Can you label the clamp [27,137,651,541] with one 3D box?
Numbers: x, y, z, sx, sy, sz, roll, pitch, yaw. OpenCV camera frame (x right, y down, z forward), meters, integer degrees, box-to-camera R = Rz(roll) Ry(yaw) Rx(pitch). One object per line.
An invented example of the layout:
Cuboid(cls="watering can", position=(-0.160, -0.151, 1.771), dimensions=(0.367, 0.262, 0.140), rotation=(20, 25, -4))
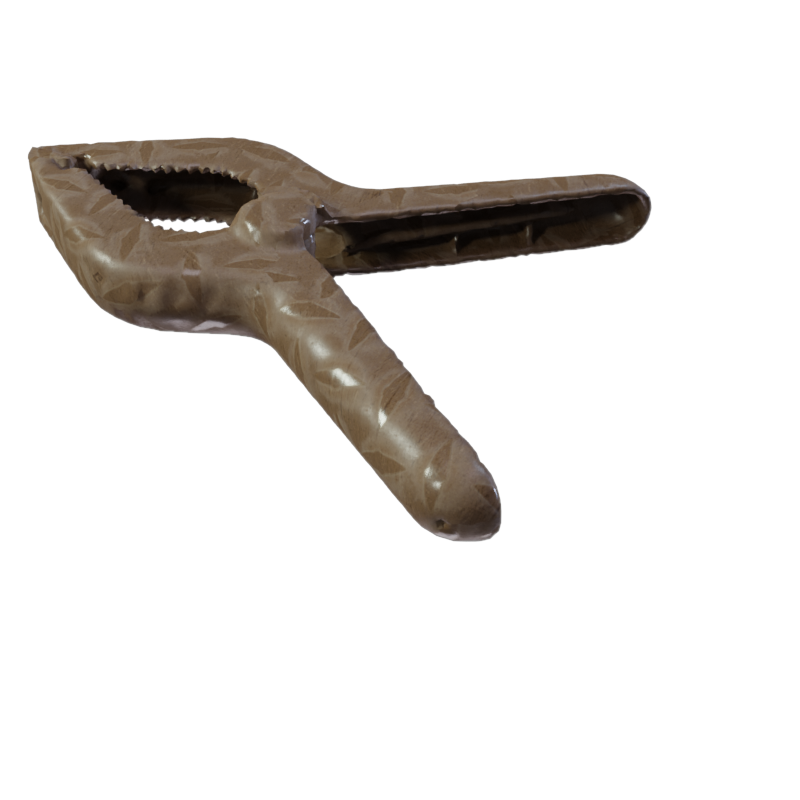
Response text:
Cuboid(cls="clamp", position=(-0.029, -0.052, 0.367), dimensions=(0.221, 0.034, 0.168), rotation=(22, 44, 25))
